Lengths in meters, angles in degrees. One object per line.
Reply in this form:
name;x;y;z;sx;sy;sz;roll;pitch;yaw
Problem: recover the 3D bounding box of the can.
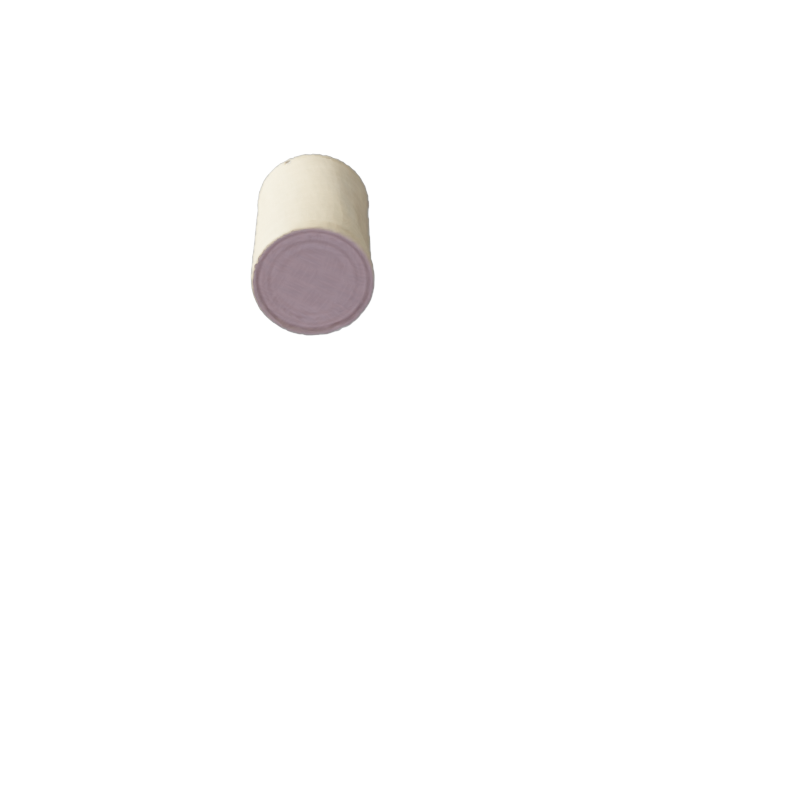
can;-0.049;-0.090;0.629;0.068;0.065;0.109;0;31;-3
